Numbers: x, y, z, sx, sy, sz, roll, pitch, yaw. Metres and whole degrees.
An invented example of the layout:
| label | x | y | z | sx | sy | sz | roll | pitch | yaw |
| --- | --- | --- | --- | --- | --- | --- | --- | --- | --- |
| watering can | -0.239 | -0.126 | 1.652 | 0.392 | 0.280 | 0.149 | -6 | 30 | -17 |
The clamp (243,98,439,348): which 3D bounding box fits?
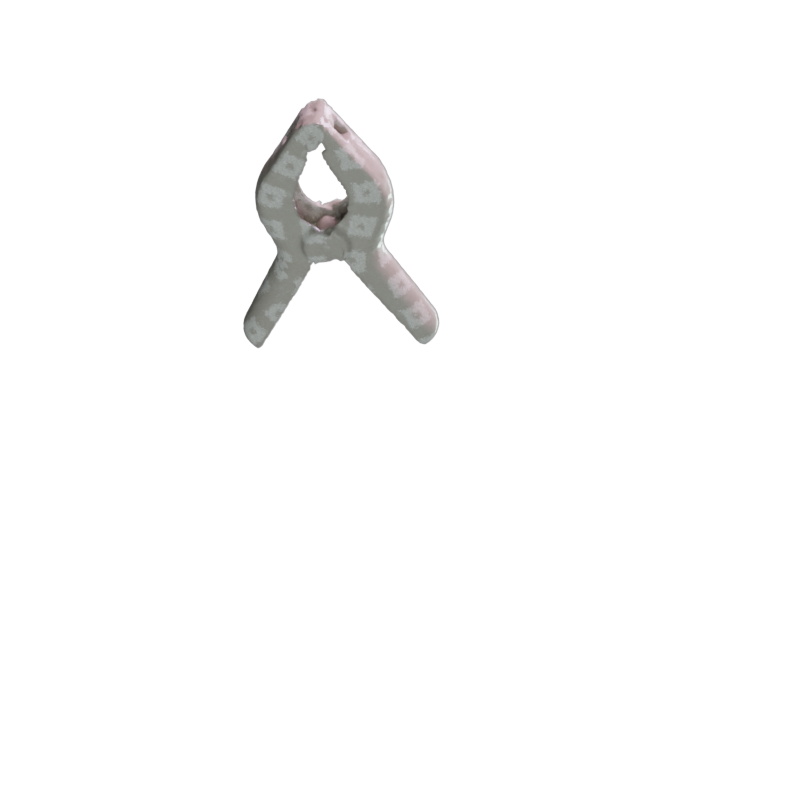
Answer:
| label | x | y | z | sx | sy | sz | roll | pitch | yaw |
| --- | --- | --- | --- | --- | --- | --- | --- | --- | --- |
| clamp | -0.051 | -0.093 | 0.651 | 0.121 | 0.159 | 0.042 | -11 | 35 | 8 |
